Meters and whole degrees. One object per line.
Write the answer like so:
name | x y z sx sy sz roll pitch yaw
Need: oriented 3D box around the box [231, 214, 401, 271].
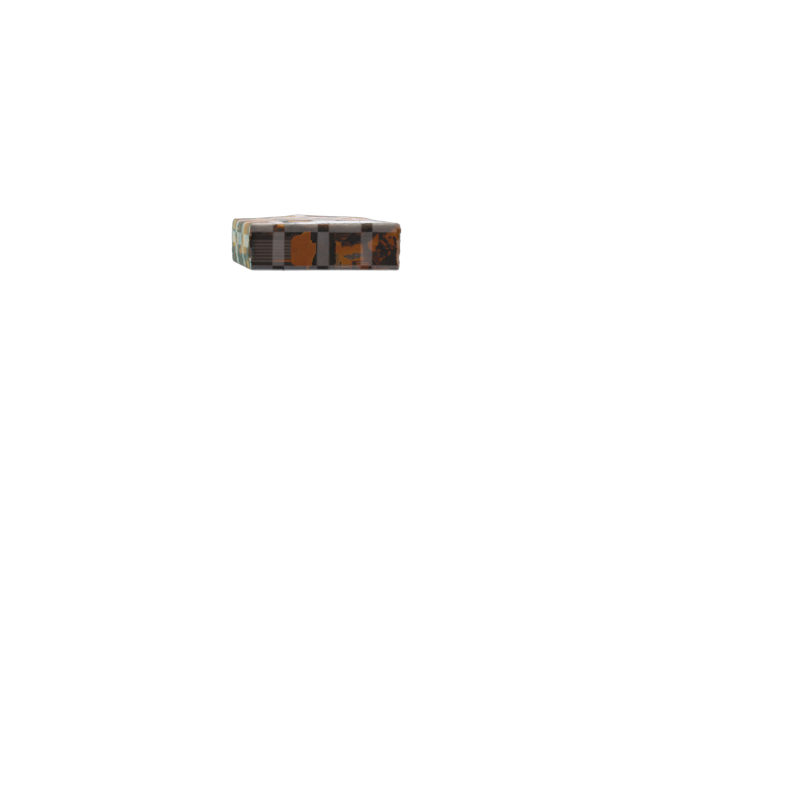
box | -0.051 -0.094 0.659 0.088 0.030 0.076 -3 11 -14
